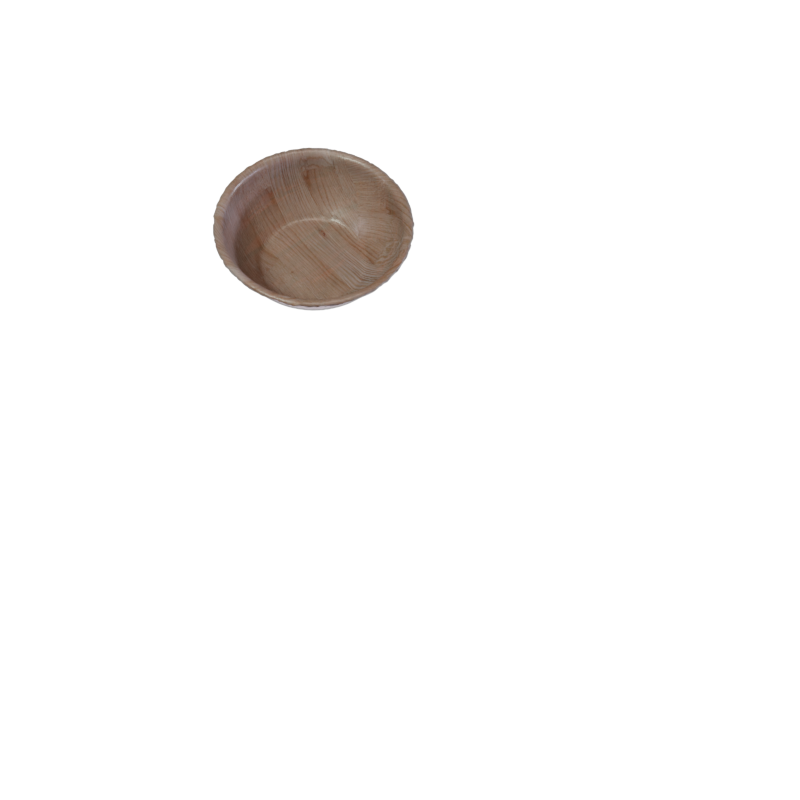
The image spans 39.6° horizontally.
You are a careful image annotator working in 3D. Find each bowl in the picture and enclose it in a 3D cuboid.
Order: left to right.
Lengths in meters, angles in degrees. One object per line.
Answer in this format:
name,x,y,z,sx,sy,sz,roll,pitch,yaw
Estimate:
bowl,-0.071,-0.130,0.912,0.162,0.173,0.051,-1,-34,-1
